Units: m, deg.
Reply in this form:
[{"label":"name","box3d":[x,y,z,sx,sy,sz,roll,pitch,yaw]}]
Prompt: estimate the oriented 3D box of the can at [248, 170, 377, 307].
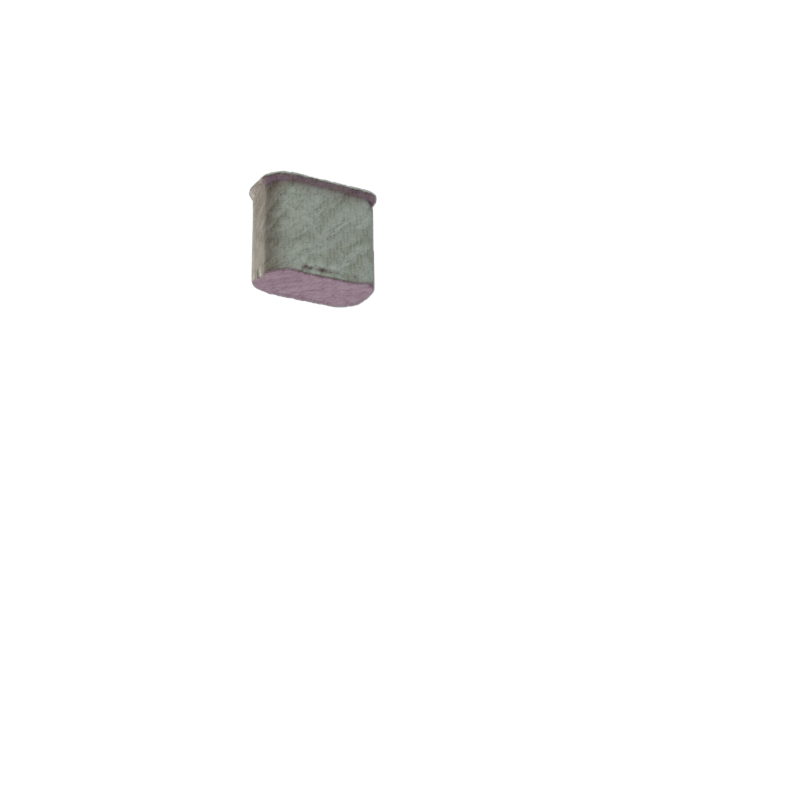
[{"label":"can","box3d":[-0.069,-0.126,0.880,0.098,0.088,0.057,10,-24,-28]}]
